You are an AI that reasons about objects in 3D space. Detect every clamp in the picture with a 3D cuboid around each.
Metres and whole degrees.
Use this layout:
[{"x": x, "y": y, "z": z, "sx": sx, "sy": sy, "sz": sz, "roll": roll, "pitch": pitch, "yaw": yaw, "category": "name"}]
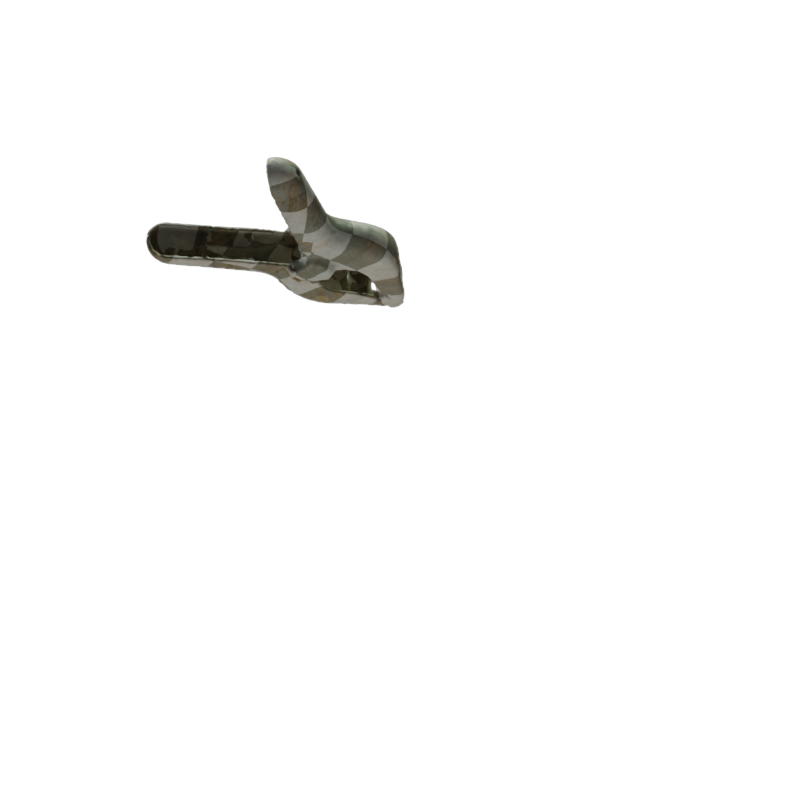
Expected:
[{"x": -0.052, "y": -0.095, "z": 0.669, "sx": 0.163, "sy": 0.041, "sz": 0.121, "roll": 11, "pitch": -18, "yaw": -36, "category": "clamp"}]
